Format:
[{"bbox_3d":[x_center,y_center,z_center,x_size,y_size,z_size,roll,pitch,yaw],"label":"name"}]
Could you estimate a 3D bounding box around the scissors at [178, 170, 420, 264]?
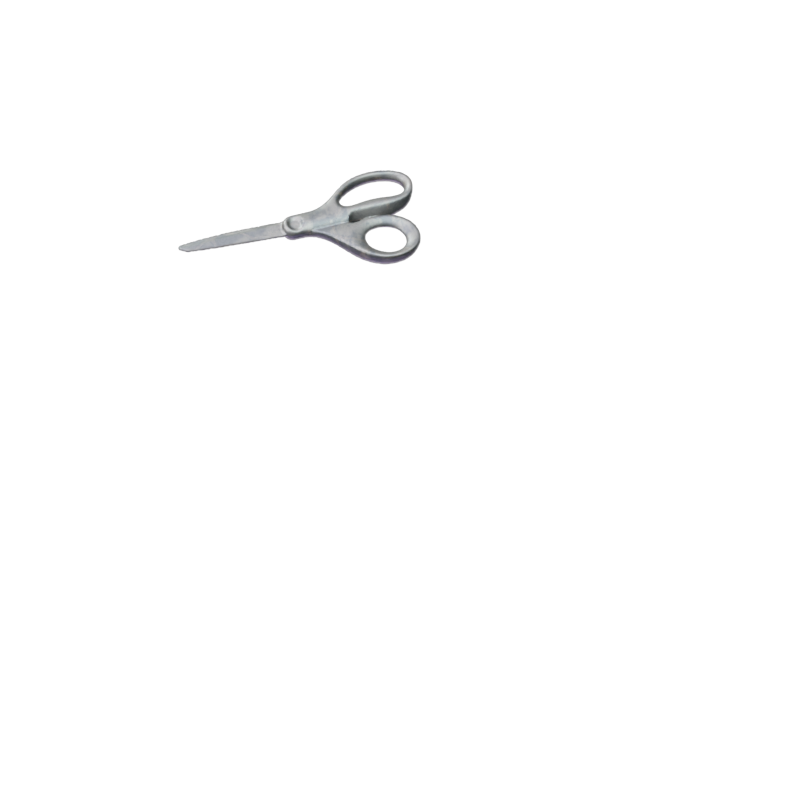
[{"bbox_3d":[-0.071,-0.130,0.911,0.201,0.103,0.015,-26,-27,-15],"label":"scissors"}]
